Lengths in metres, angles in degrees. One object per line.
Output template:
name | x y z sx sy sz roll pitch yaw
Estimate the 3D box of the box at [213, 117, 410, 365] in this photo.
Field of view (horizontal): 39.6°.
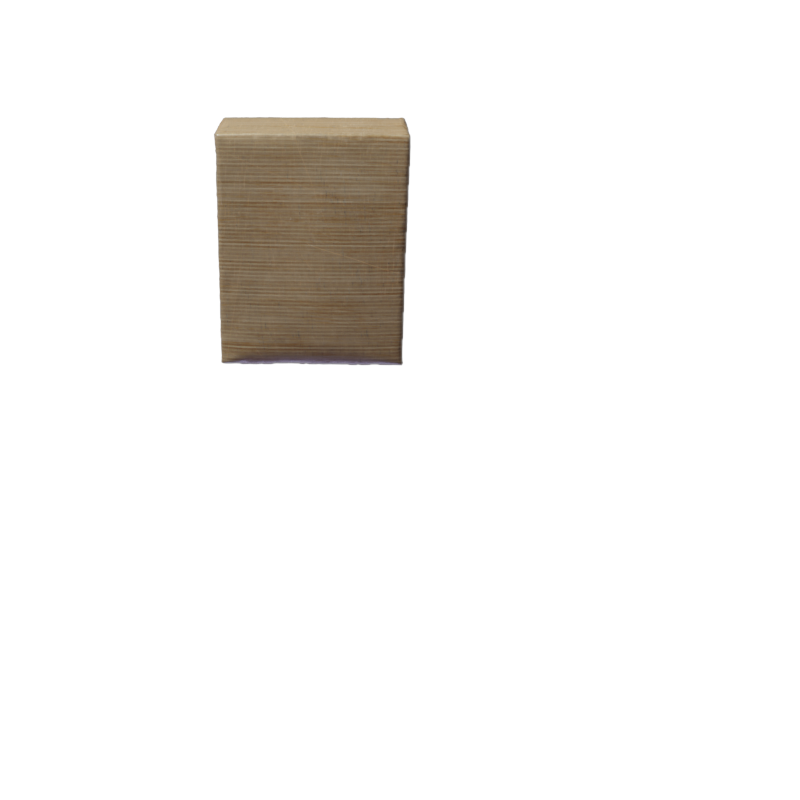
box | -0.076 -0.139 0.976 0.164 0.204 0.075 1 22 0
